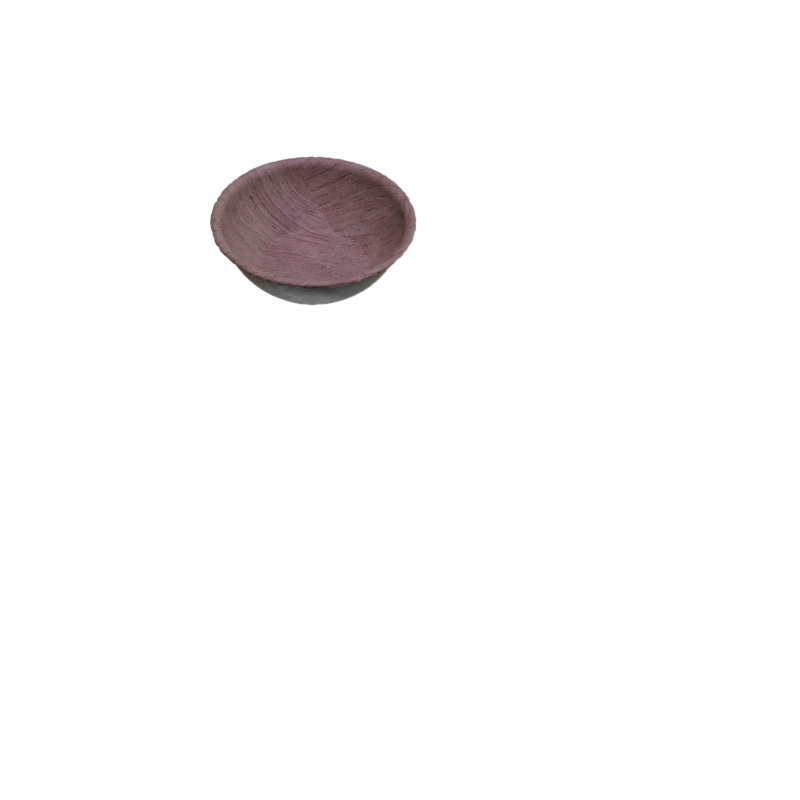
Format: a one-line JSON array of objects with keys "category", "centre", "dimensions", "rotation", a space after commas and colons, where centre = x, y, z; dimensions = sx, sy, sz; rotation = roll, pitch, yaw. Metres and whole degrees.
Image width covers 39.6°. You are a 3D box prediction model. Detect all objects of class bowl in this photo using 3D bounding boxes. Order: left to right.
[{"category": "bowl", "centre": [-0.069, -0.127, 0.887], "dimensions": [0.162, 0.174, 0.051], "rotation": [-1, -45, -1]}]
